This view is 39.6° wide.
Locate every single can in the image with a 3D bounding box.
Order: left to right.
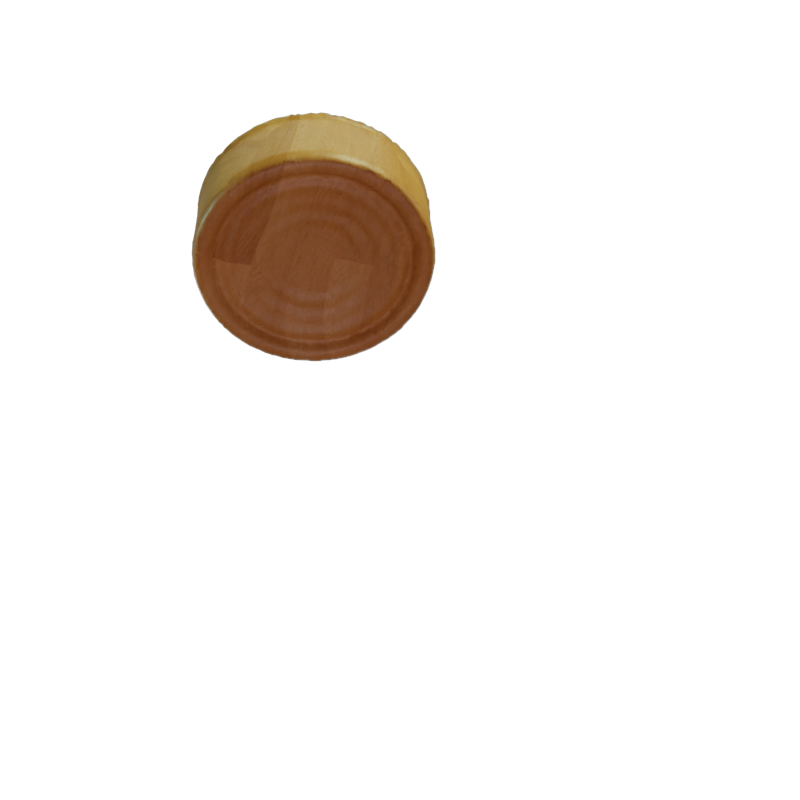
[{"bbox_3d":[-0.031,-0.056,0.394,0.086,0.081,0.036,1,34,-1],"label":"can"}]
